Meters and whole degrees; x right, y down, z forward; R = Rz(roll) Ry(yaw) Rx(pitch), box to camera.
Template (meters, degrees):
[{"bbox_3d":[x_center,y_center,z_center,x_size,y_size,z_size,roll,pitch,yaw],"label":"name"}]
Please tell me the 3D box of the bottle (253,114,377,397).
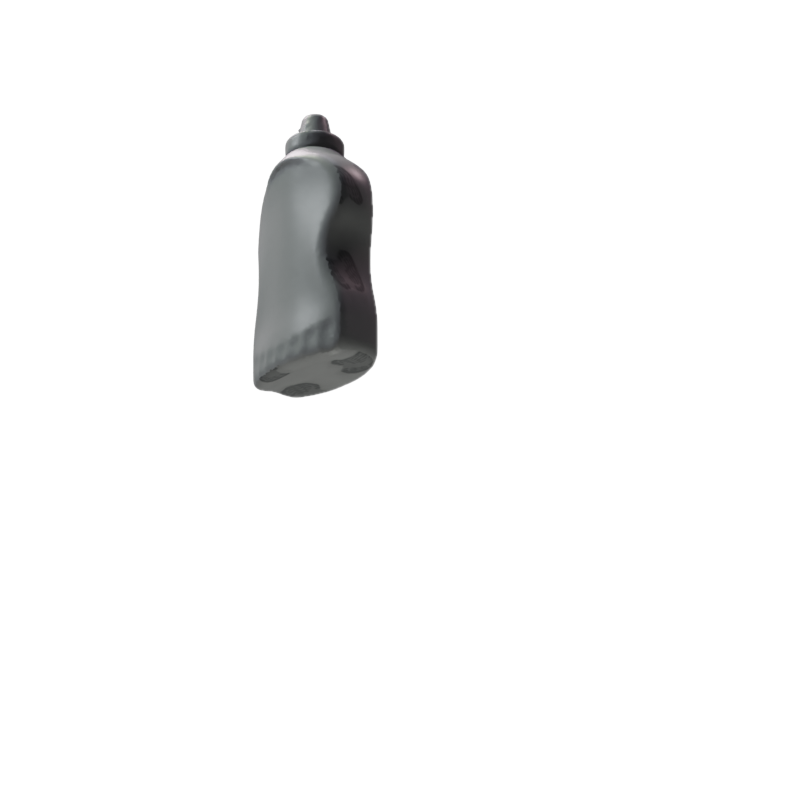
[{"bbox_3d":[-0.057,-0.105,0.735,0.055,0.203,0.096,16,-30,-34],"label":"bottle"}]
